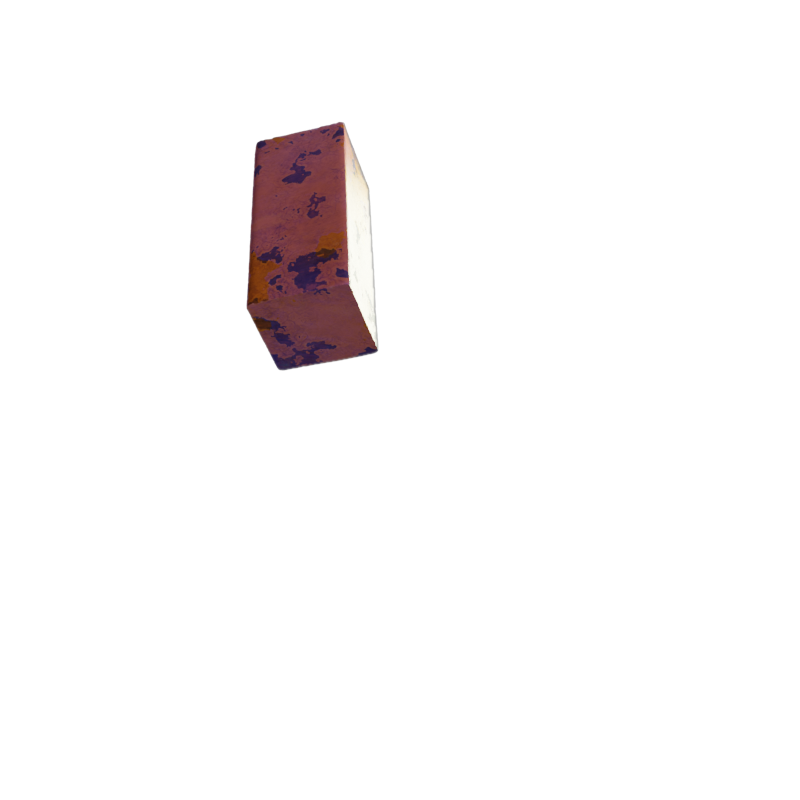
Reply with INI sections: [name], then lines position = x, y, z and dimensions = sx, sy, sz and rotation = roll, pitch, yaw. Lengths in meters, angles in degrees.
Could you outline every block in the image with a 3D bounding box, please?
[block]
position = -0.077, -0.140, 0.980
dimensions = 0.091, 0.221, 0.084
rotation = -12, -42, 10
